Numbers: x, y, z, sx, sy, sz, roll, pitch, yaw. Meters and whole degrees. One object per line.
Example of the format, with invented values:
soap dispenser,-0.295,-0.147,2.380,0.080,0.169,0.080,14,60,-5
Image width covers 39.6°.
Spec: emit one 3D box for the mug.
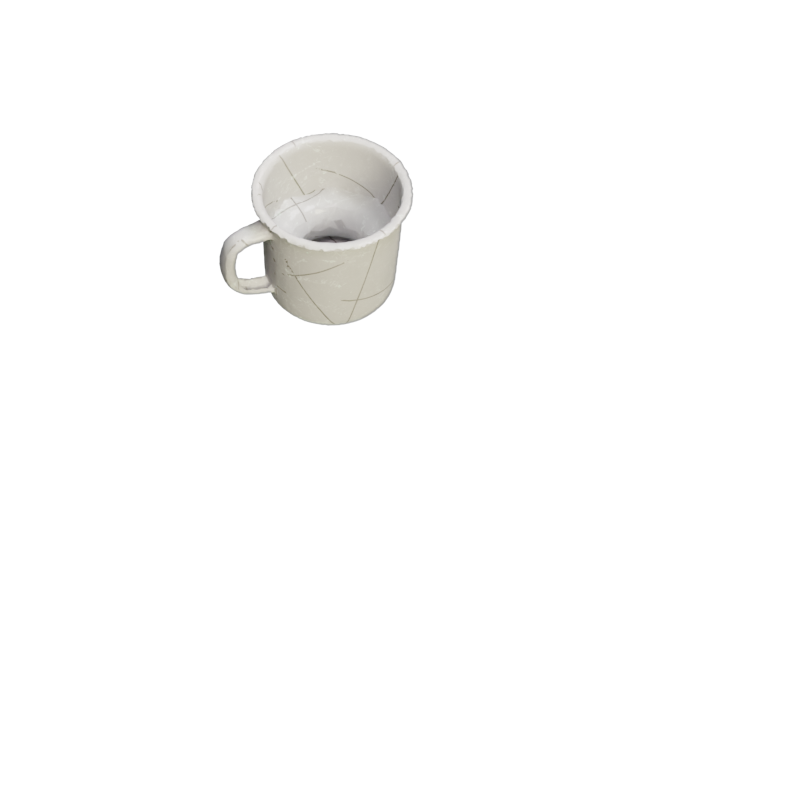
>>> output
mug,-0.052,-0.094,0.661,0.116,0.100,0.076,-23,-33,-18
